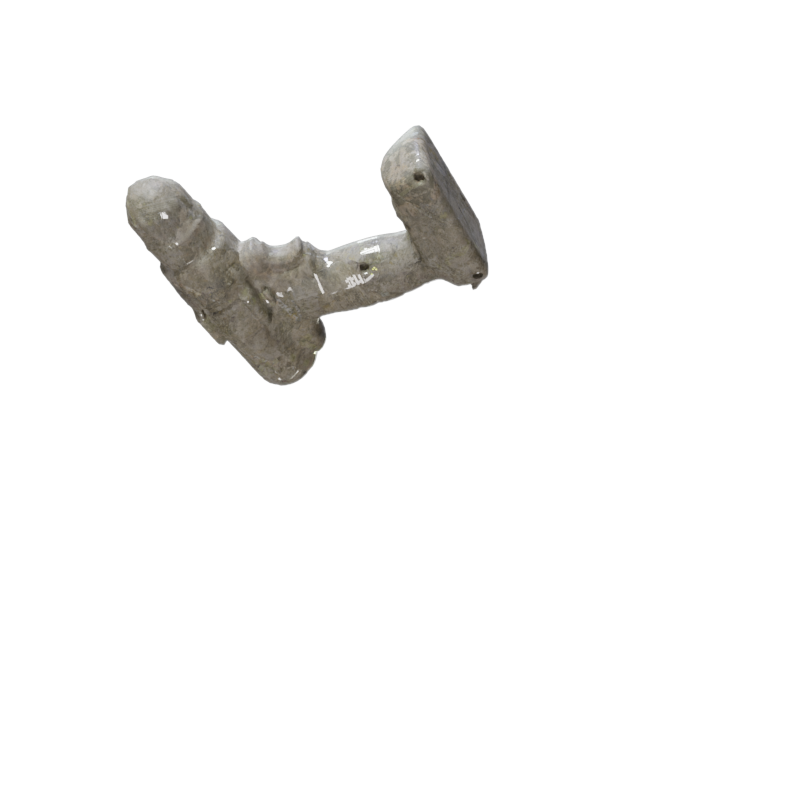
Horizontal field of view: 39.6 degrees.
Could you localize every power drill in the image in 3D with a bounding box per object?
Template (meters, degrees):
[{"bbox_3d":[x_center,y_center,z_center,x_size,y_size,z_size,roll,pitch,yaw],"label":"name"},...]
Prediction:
[{"bbox_3d":[-0.054,-0.099,0.693,0.189,0.062,0.170,-20,-47,20],"label":"power drill"}]
